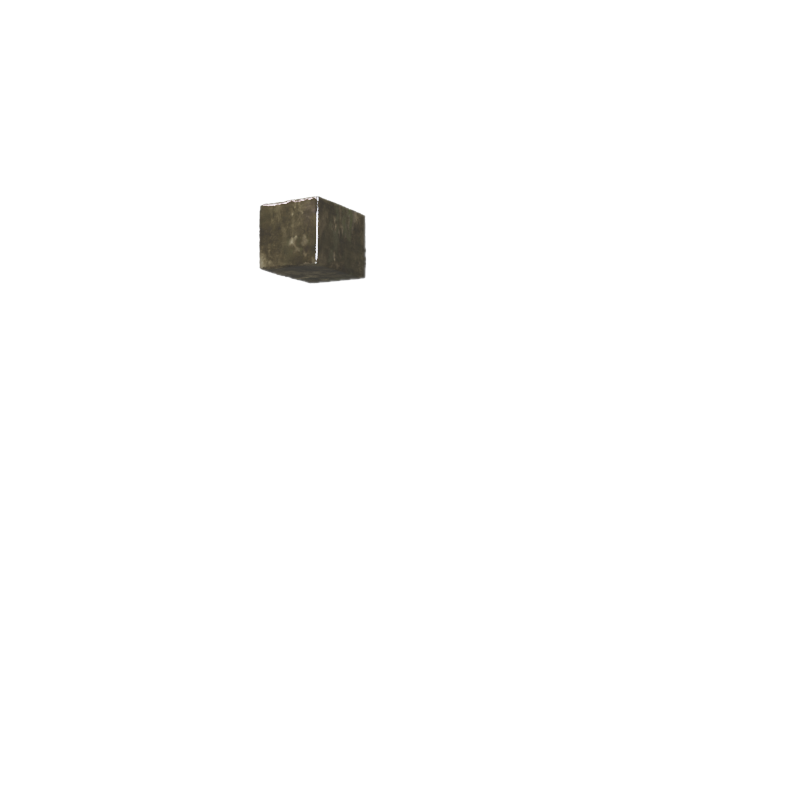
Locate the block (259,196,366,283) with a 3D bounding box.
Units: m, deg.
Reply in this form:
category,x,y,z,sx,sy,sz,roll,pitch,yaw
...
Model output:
category,x,y,z,sx,sy,sz,roll,pitch,yaw
block,-0.067,-0.122,0.852,0.054,0.052,0.074,-4,-7,27
